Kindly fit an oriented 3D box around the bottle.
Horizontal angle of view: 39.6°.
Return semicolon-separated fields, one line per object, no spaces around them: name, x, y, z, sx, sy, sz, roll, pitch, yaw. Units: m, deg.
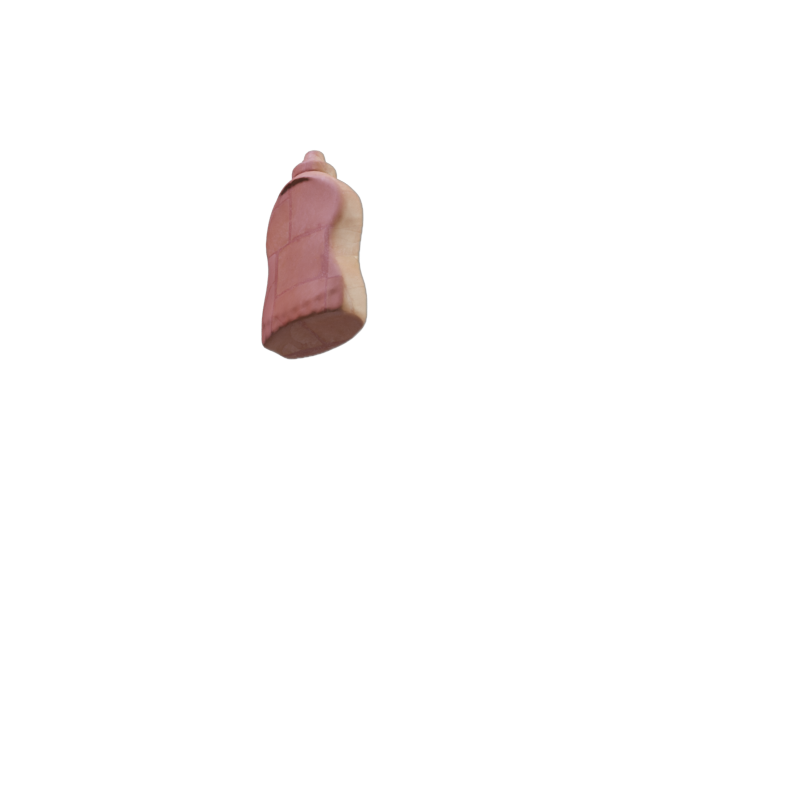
bottle;-0.075;-0.136;0.957;0.096;0.205;0.055;-27;-39;34
